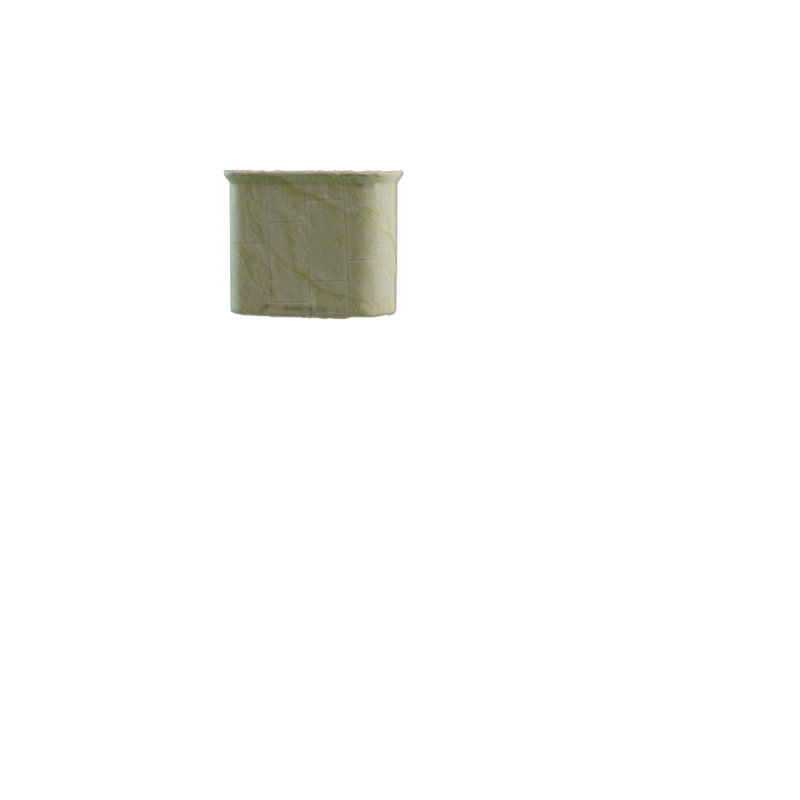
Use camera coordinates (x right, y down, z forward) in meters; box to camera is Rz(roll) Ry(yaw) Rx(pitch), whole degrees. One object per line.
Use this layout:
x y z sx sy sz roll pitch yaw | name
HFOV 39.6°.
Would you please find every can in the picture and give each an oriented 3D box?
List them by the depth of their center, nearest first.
-0.051 -0.092 0.648 0.104 0.083 0.057 3 7 15 | can
